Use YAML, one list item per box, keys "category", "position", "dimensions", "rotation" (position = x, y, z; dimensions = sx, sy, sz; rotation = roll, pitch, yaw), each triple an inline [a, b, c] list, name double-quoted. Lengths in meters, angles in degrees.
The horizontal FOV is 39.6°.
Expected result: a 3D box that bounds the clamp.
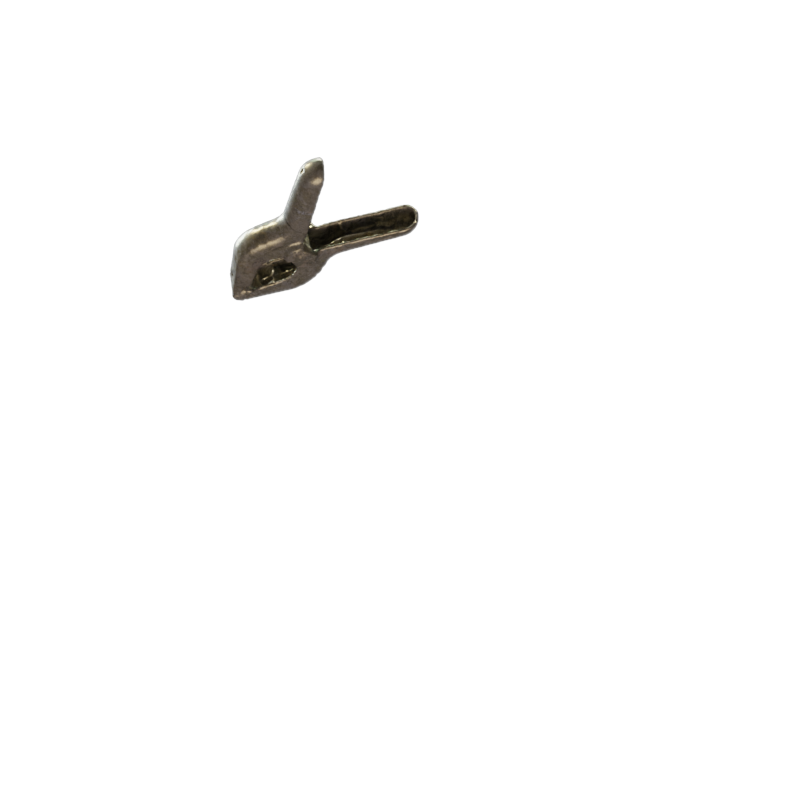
- category: "clamp"
  position: [-0.071, -0.130, 0.909]
  dimensions: [0.114, 0.042, 0.169]
  rotation: [22, -38, -31]
